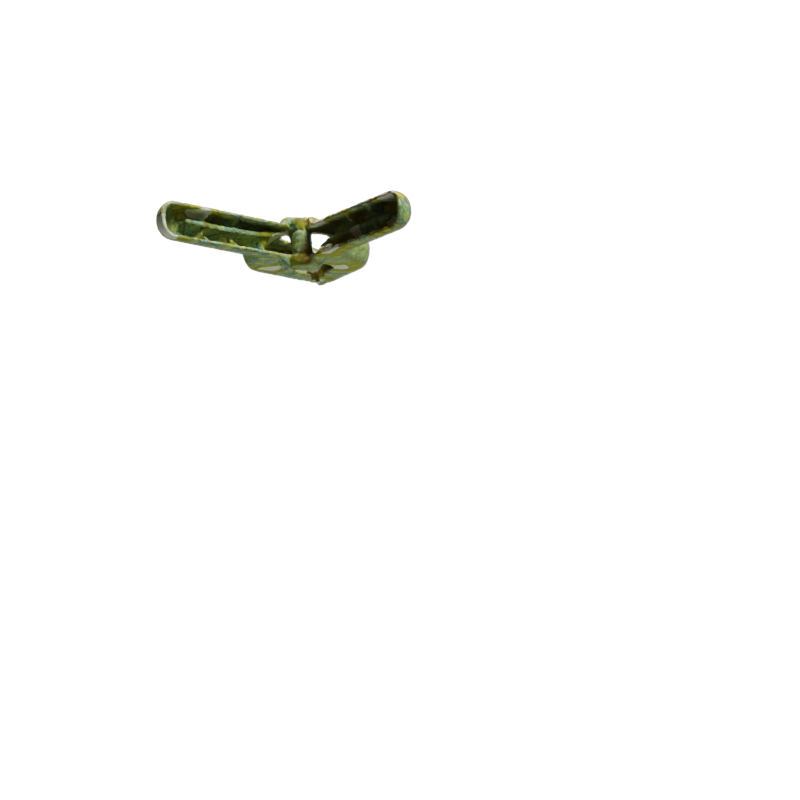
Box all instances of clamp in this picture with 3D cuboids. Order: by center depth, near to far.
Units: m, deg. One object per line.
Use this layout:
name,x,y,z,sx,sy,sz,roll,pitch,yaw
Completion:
clamp,-0.062,-0.113,0.793,0.167,0.037,0.203,-1,-4,11
